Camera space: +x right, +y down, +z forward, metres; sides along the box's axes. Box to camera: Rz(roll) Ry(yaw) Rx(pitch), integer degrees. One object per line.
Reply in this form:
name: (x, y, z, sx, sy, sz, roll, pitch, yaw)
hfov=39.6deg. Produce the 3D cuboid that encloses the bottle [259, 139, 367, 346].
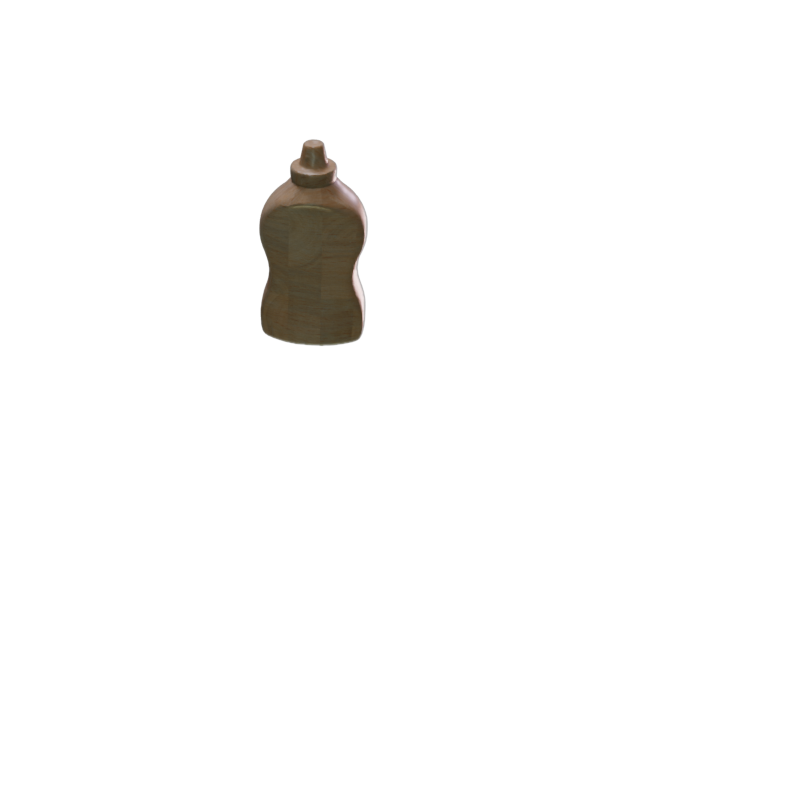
bottle: (-0.078, -0.142, 0.994, 0.097, 0.180, 0.061, 6, 31, 6)
